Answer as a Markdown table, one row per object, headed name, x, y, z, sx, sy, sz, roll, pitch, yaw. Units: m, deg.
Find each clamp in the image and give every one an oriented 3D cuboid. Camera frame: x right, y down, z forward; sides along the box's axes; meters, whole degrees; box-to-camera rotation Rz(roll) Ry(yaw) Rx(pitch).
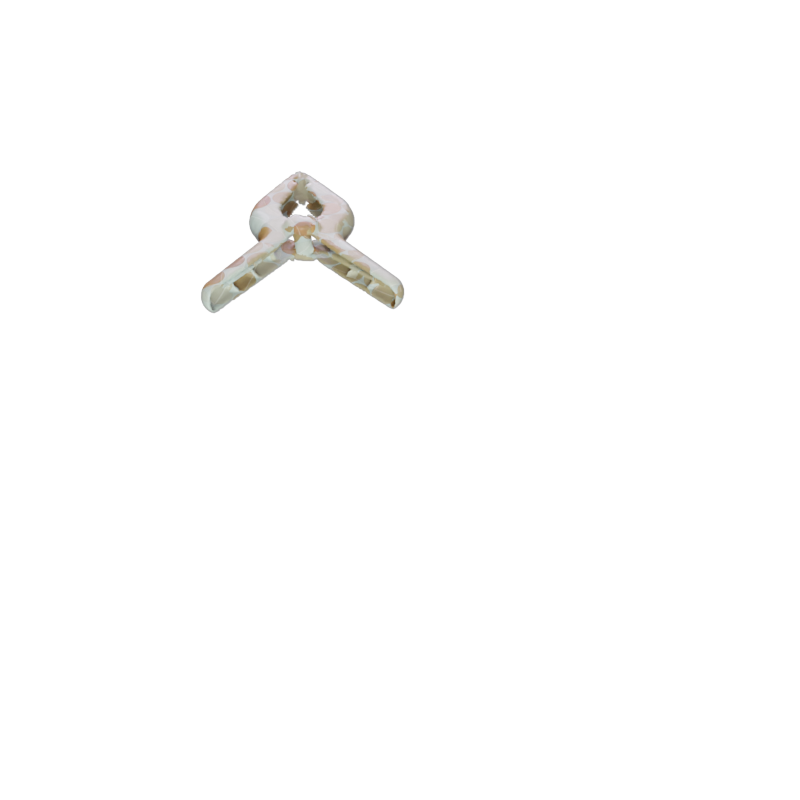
| name | x | y | z | sx | sy | sz | roll | pitch | yaw |
| --- | --- | --- | --- | --- | --- | --- | --- | --- | --- |
| clamp | -0.076 | -0.139 | 0.974 | 0.165 | 0.034 | 0.223 | 2 | 37 | 3 |
